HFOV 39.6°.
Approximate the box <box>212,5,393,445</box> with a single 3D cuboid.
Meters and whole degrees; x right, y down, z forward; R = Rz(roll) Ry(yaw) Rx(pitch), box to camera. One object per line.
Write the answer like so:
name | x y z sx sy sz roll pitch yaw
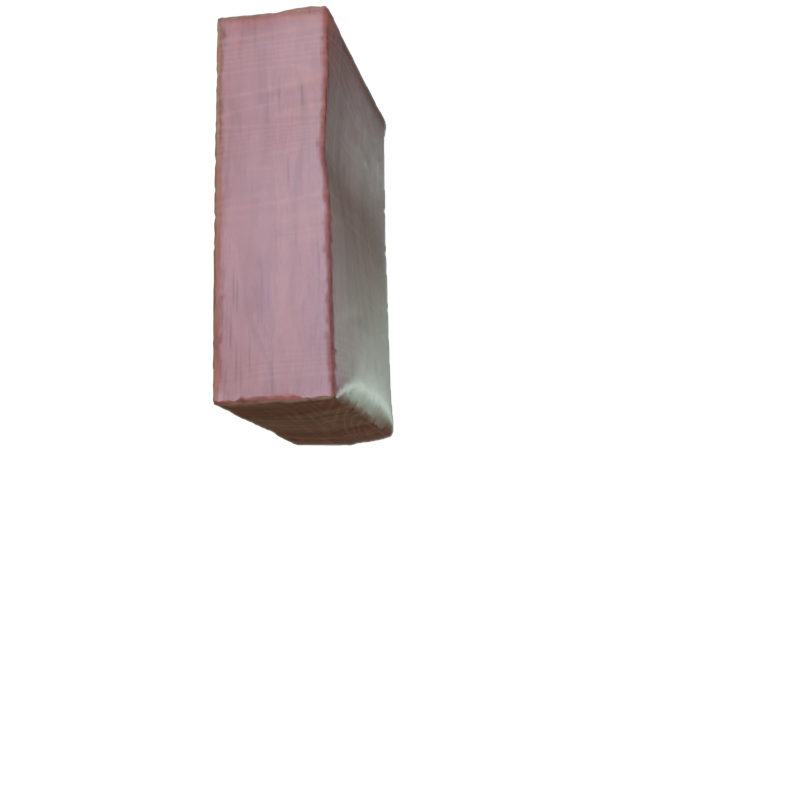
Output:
box | -0.050 -0.091 0.635 0.073 0.222 0.156 -4 -15 10
